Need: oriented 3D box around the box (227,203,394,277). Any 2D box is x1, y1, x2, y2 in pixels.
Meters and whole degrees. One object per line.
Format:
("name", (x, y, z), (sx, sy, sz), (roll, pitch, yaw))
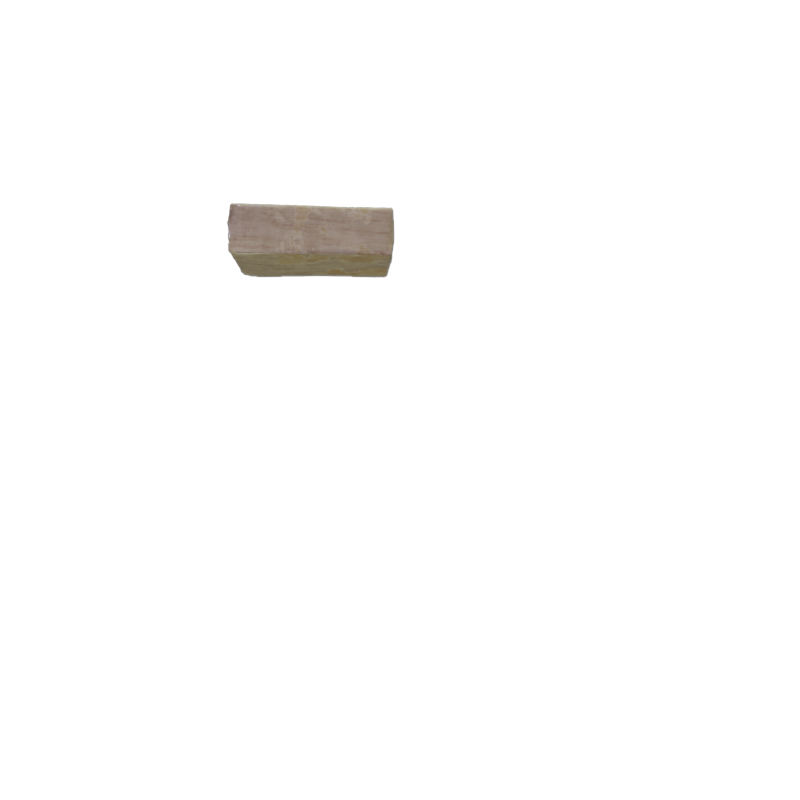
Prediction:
("box", (-0.061, -0.112, 0.782), (0.114, 0.040, 0.088), (0, -5, 0))
